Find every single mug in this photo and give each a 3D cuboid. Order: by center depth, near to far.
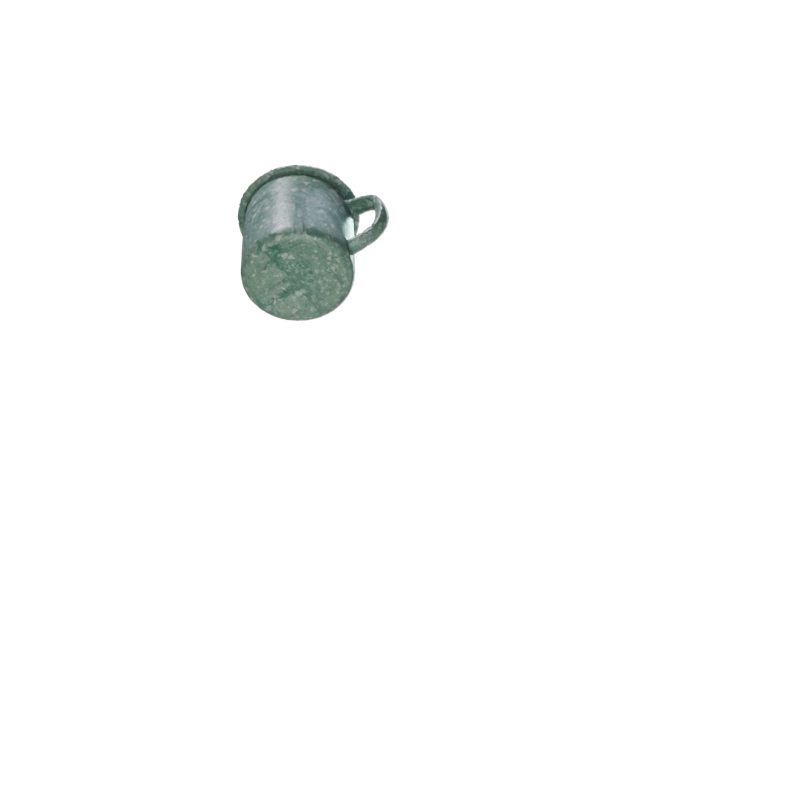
[{"bbox_3d":[-0.063,-0.116,0.810,0.118,0.086,0.087,-17,37,11],"label":"mug"}]
